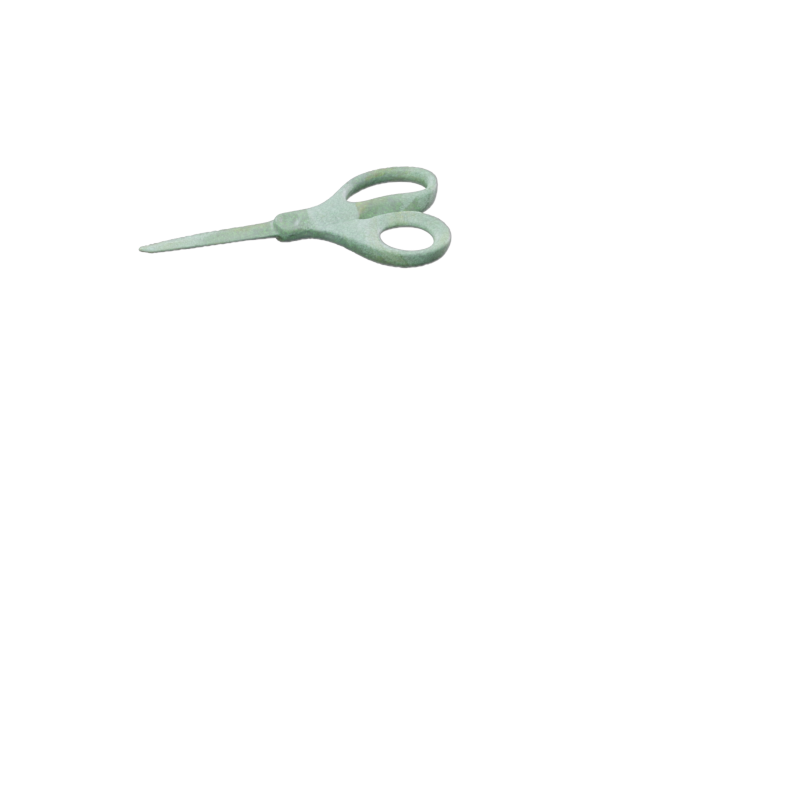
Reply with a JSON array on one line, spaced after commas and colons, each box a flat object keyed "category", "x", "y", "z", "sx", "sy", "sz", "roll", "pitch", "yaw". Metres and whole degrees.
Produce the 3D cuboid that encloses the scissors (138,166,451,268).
[{"category": "scissors", "x": -0.055, "y": -0.101, "z": 0.706, "sx": 0.200, "sy": 0.015, "sz": 0.104, "roll": -24, "pitch": 51, "yaw": -20}]
